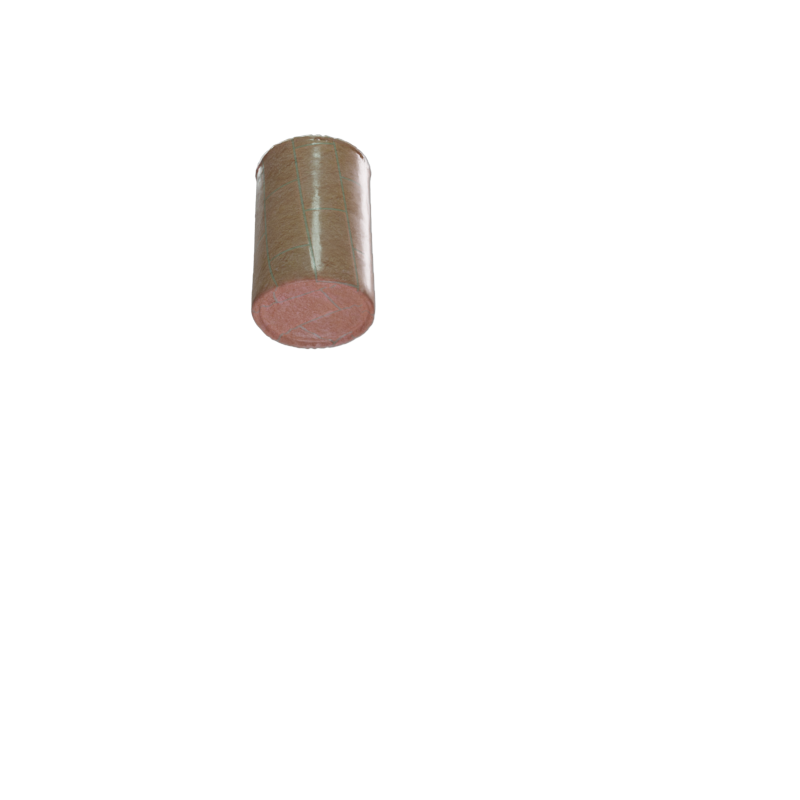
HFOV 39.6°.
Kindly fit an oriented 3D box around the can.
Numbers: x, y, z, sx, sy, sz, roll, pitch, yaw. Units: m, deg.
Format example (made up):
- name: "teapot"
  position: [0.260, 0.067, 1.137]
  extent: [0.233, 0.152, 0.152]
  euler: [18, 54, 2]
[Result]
- name: "can"
  position: [-0.049, -0.089, 0.620]
  extent: [0.068, 0.109, 0.064]
  euler: [-1, -35, -2]
